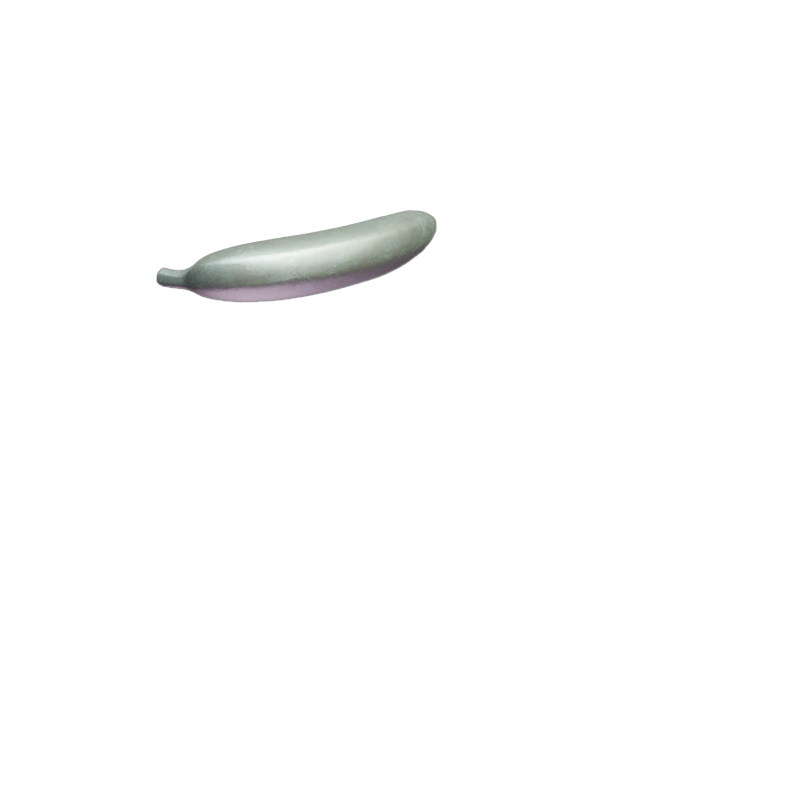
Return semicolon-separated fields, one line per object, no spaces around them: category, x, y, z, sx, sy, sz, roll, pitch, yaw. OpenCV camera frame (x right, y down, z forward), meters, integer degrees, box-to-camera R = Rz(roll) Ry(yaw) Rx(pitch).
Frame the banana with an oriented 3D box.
banana;-0.051;-0.093;0.701;0.194;0.035;0.075;-13;30;-23
